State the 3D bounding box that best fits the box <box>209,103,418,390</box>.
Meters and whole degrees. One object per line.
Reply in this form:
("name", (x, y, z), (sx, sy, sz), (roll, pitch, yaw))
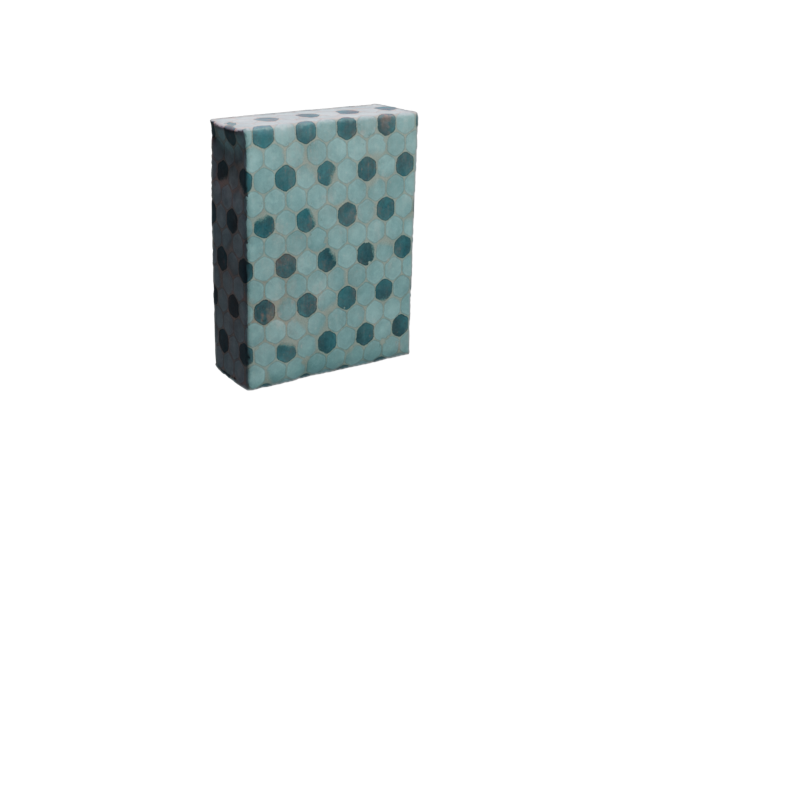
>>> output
("box", (-0.072, -0.131, 0.918), (0.160, 0.206, 0.076), (-11, 20, -33))
